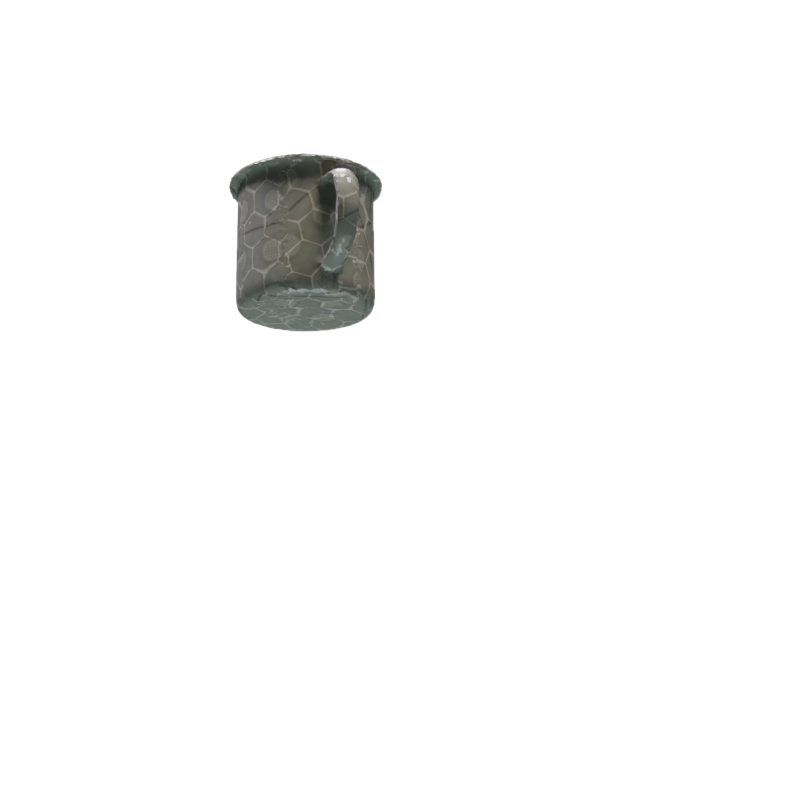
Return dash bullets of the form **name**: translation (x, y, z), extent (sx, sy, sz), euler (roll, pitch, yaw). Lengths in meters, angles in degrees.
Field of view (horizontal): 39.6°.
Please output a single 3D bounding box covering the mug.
- **mug**: translation (-0.051, -0.093, 0.650), extent (0.090, 0.085, 0.116), euler (8, -19, -25)
